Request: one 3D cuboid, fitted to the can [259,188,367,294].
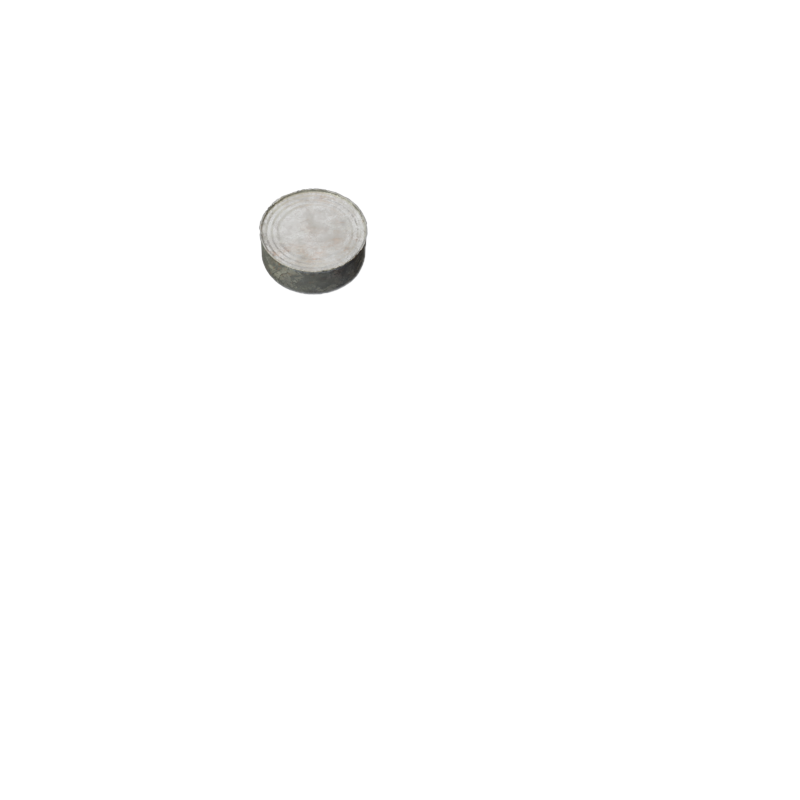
[{"bbox_3d":[-0.069,-0.127,0.888,0.086,0.092,0.031,-1,-36,-1],"label":"can"}]
